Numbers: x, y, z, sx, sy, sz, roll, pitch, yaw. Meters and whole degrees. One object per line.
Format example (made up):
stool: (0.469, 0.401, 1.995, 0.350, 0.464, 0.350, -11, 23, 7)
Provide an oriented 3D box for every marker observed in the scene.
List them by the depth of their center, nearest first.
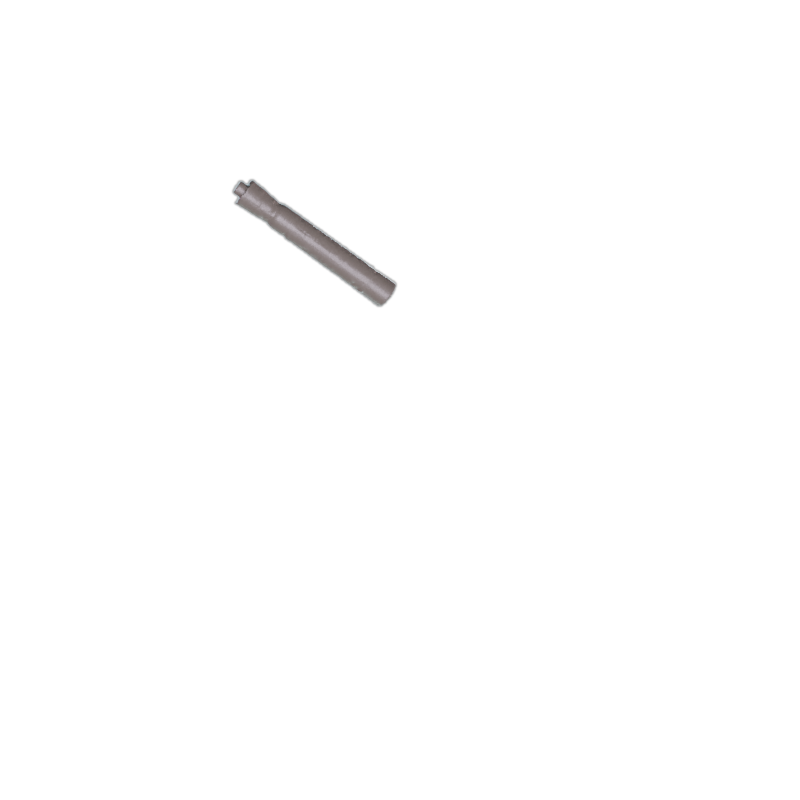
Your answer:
marker: (-0.055, -0.101, 0.709, 0.118, 0.020, 0.020, 35, -4, -9)
